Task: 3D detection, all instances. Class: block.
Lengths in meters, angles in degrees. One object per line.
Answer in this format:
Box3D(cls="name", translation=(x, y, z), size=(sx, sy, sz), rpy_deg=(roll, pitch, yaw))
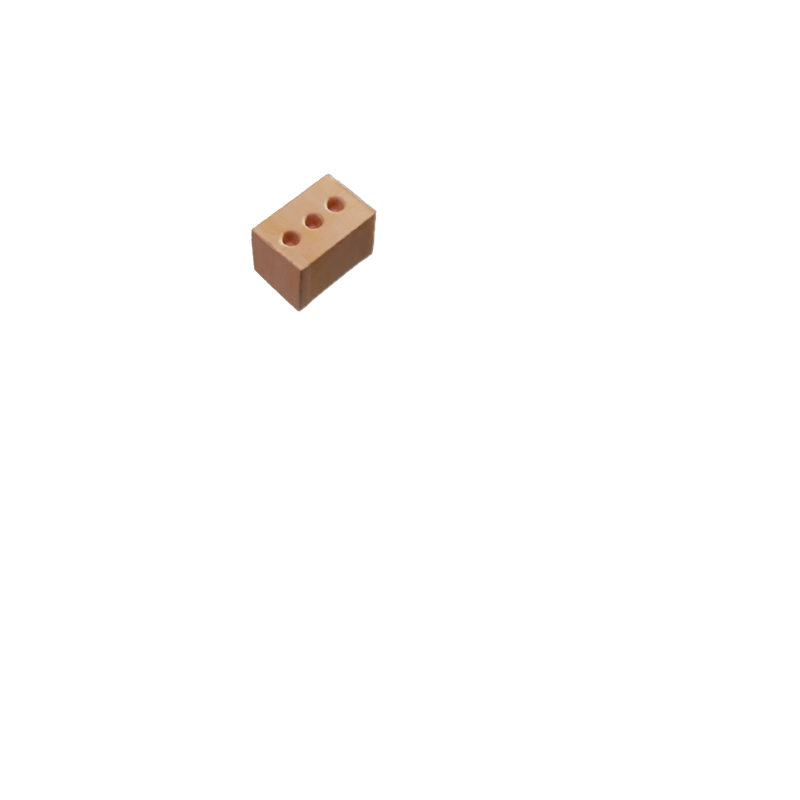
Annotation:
Box3D(cls="block", translation=(-0.063, -0.115, 0.805), size=(0.056, 0.079, 0.048), rpy_deg=(40, -25, 20))
